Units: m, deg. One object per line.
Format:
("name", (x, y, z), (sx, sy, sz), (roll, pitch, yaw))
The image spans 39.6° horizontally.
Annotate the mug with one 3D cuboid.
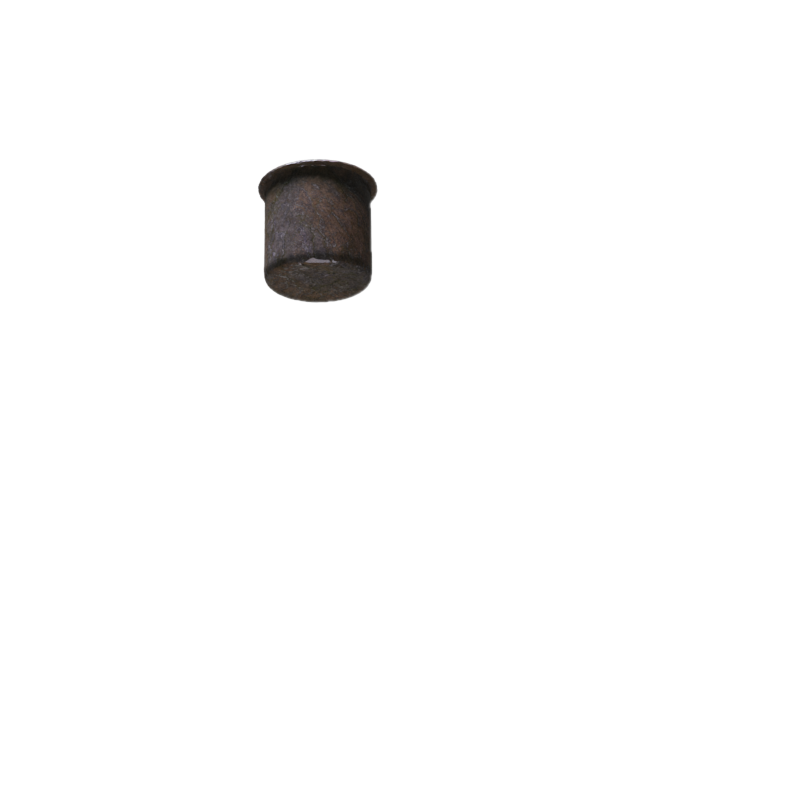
("mug", (-0.067, -0.122, 0.856), (0.091, 0.086, 0.114), (7, -22, -19))
